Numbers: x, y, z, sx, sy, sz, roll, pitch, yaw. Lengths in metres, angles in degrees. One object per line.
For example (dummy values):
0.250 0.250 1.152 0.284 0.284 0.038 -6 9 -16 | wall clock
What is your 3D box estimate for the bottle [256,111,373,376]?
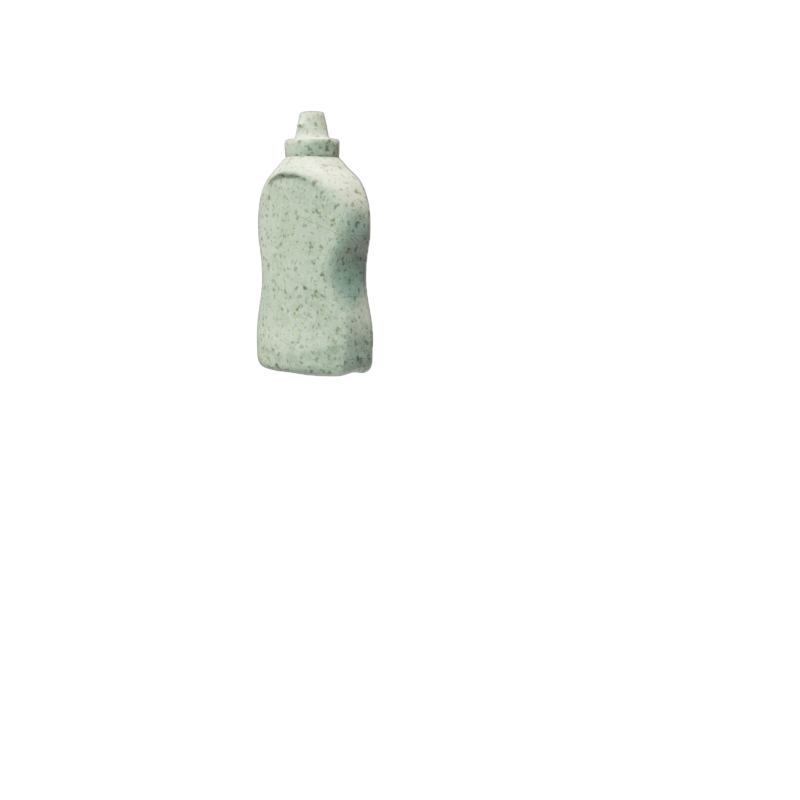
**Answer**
-0.065 -0.117 0.821 0.100 0.191 0.056 3 3 45 | bottle
